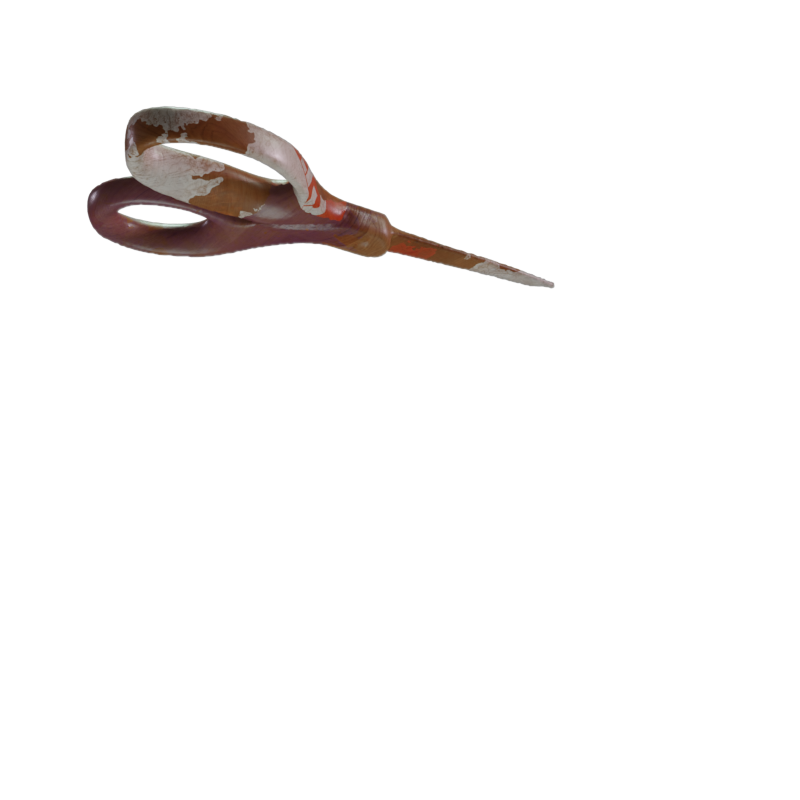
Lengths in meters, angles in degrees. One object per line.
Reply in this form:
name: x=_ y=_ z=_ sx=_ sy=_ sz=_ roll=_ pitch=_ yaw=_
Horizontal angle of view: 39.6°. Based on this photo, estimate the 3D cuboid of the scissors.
scissors: x=-0.034 y=-0.062 z=0.432 sx=0.097 sy=0.017 sz=0.189 roll=-16 pitch=-25 yaw=38
